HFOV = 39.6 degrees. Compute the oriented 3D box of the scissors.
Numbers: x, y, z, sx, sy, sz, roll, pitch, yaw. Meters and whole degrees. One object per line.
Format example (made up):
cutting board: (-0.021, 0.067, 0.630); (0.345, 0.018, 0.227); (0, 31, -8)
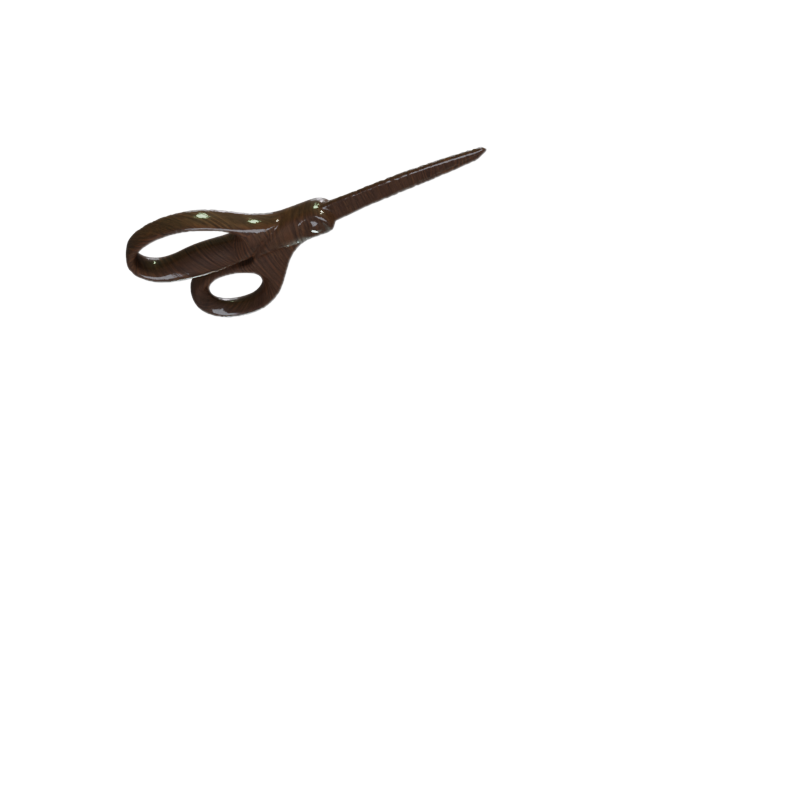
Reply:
scissors: (-0.046, -0.084, 0.588); (0.204, 0.017, 0.089); (-8, -32, 14)
